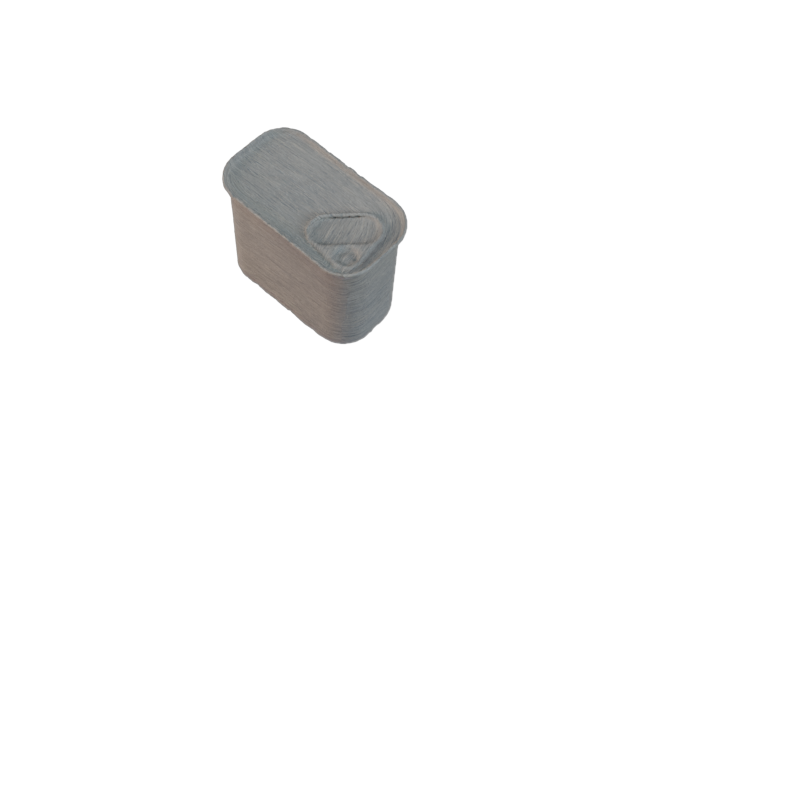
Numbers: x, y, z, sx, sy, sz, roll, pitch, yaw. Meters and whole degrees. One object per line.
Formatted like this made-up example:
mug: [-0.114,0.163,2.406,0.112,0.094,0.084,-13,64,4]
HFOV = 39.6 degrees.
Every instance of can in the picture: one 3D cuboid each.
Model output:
can: [-0.048,-0.088,0.616,0.107,0.058,0.079,40,-24,19]
